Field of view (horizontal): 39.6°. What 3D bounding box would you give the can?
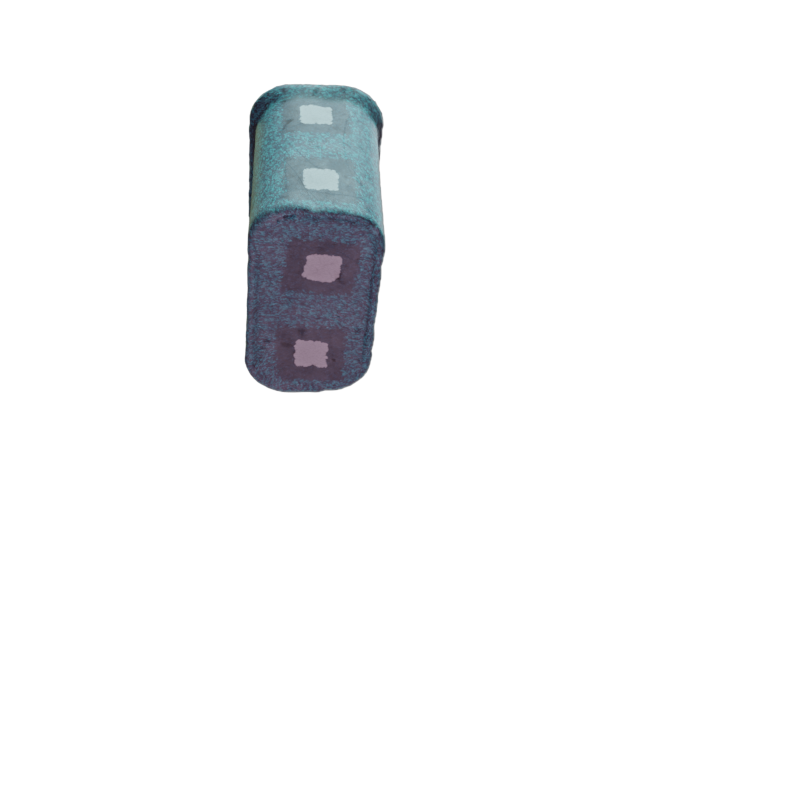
[{"bbox_3d":[-0.036,-0.066,0.461,0.057,0.095,0.090,2,43,-5],"label":"can"}]
